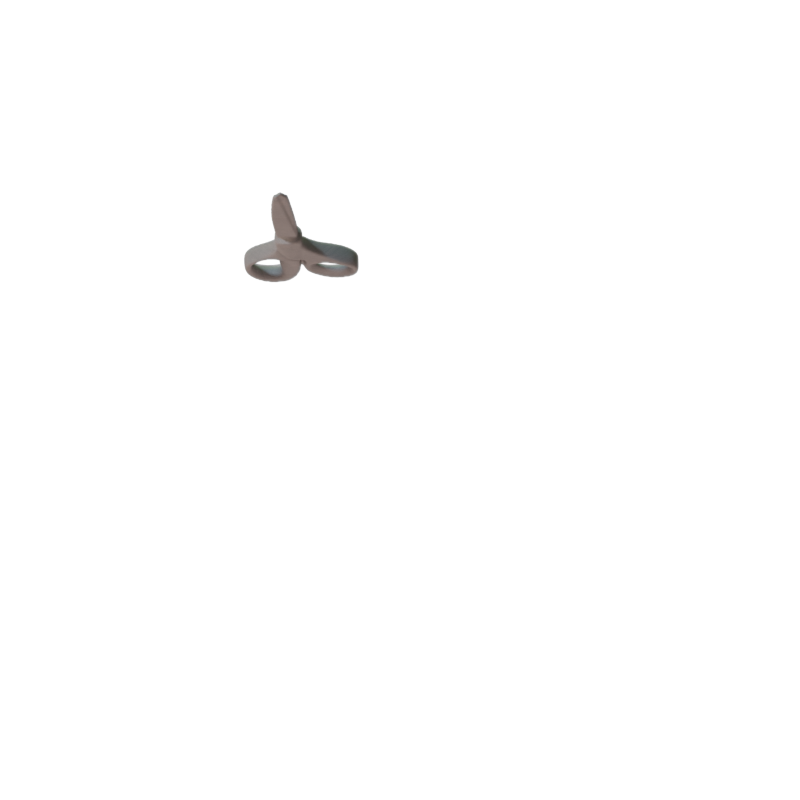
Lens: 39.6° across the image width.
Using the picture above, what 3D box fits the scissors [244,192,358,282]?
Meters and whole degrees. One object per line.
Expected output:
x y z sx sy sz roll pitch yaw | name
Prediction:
-0.062 -0.113 0.788 0.094 0.016 0.200 2 -8 -16 | scissors
